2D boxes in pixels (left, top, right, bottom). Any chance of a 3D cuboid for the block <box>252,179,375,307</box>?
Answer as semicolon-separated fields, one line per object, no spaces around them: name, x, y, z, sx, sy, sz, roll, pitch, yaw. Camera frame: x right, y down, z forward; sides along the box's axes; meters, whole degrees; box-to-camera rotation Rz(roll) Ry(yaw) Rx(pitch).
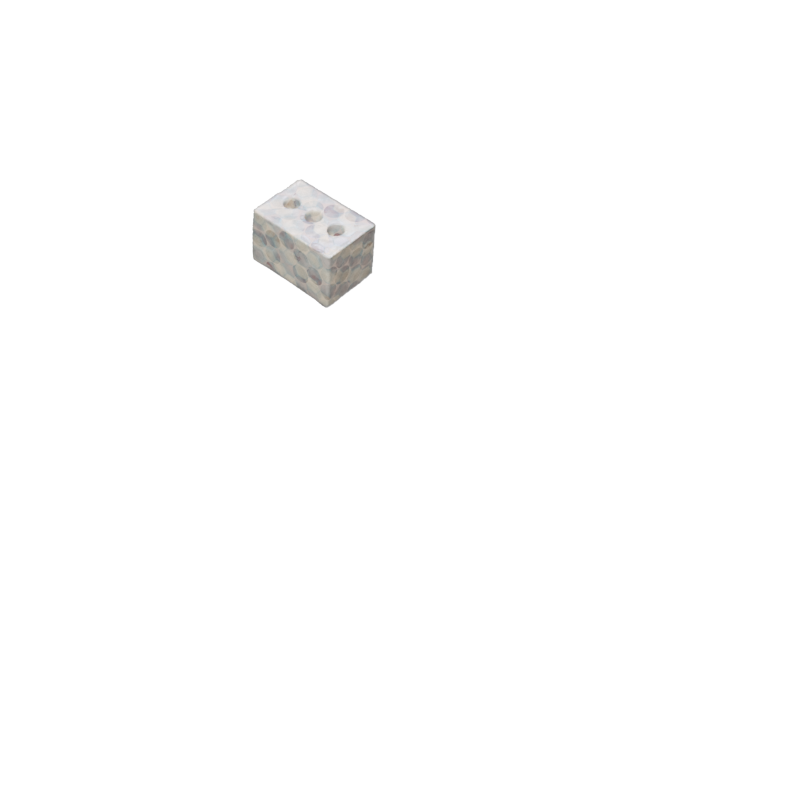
block;-0.064;-0.116;0.815;0.083;0.048;0.053;33;54;27
